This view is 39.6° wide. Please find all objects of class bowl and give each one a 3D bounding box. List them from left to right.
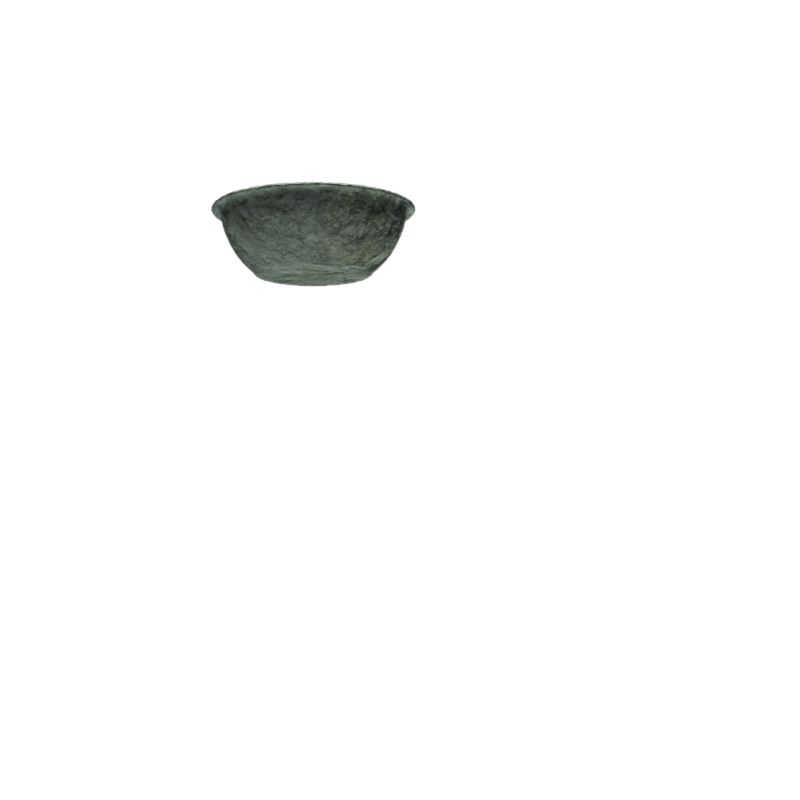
[{"bbox_3d":[-0.068,-0.125,0.873,0.162,0.056,0.159,0,-6,-2],"label":"bowl"}]
